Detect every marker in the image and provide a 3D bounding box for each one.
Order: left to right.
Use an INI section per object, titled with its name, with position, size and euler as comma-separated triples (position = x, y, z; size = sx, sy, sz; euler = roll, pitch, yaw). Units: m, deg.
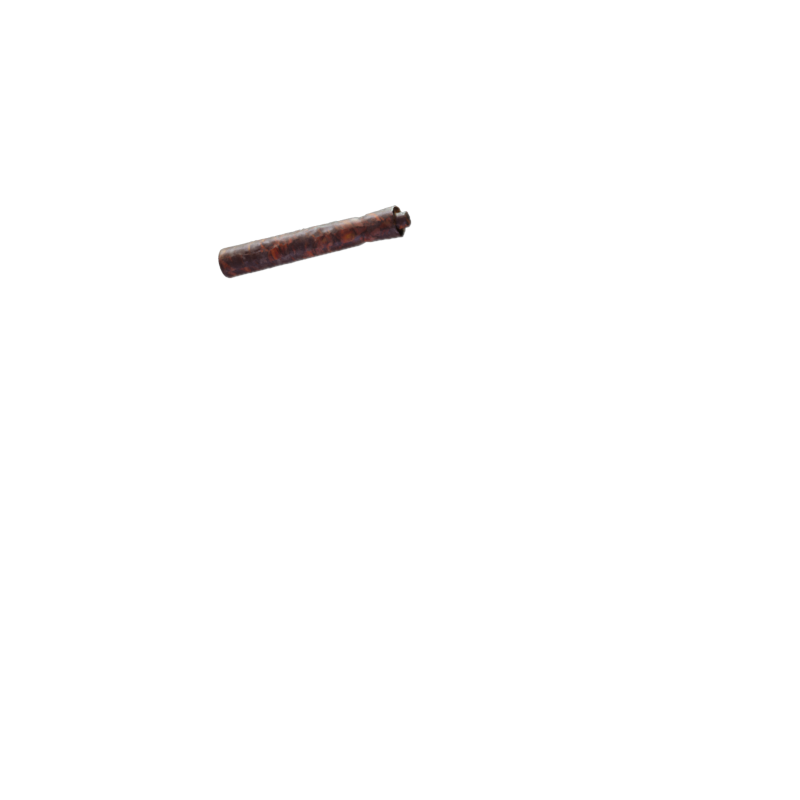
[marker]
position = -0.051, -0.093, 0.652
size = 0.123, 0.020, 0.019
euler = -10, 0, 23
